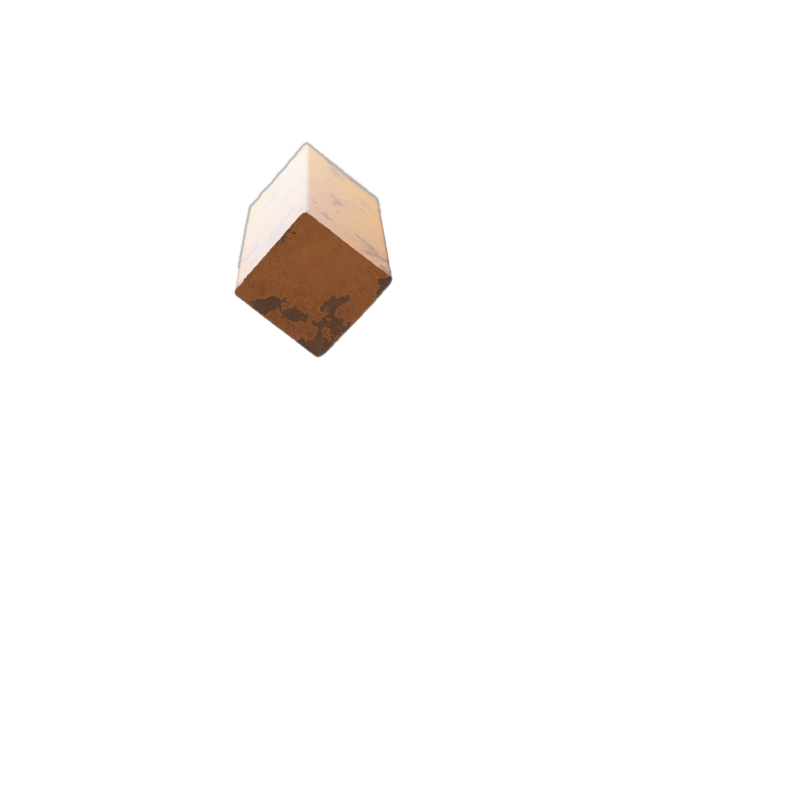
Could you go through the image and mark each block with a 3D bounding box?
[{"bbox_3d":[-0.074,-0.134,0.941,0.087,0.089,0.217,37,18,-19],"label":"block"}]
